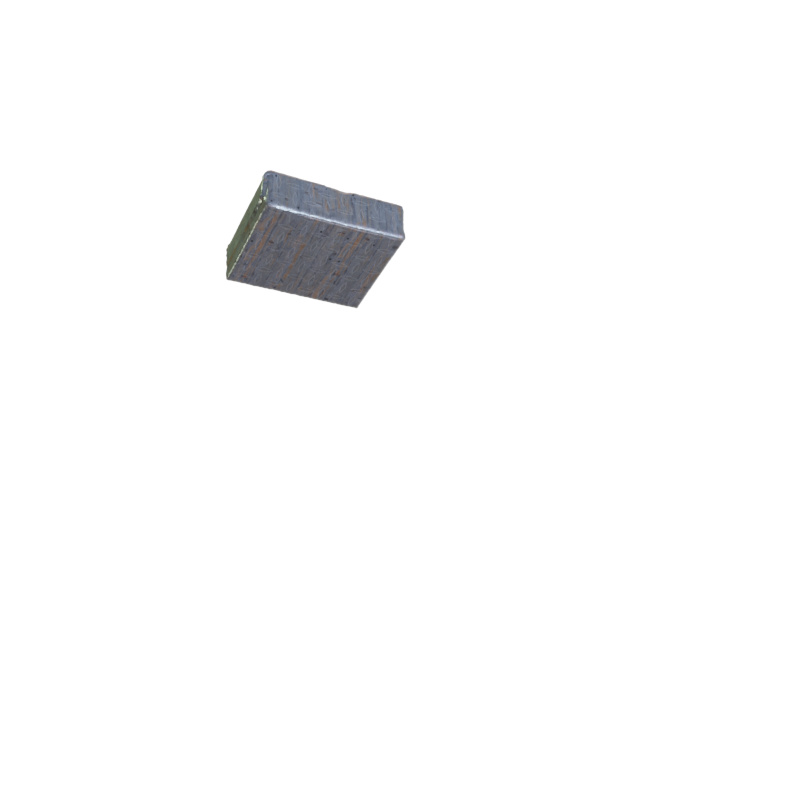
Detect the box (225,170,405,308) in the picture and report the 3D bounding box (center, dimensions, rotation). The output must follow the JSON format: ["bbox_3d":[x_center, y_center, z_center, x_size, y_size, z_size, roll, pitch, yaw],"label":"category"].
[{"bbox_3d":[-0.052,-0.095,0.663,0.087,0.032,0.070,13,-38,-18],"label":"box"}]
